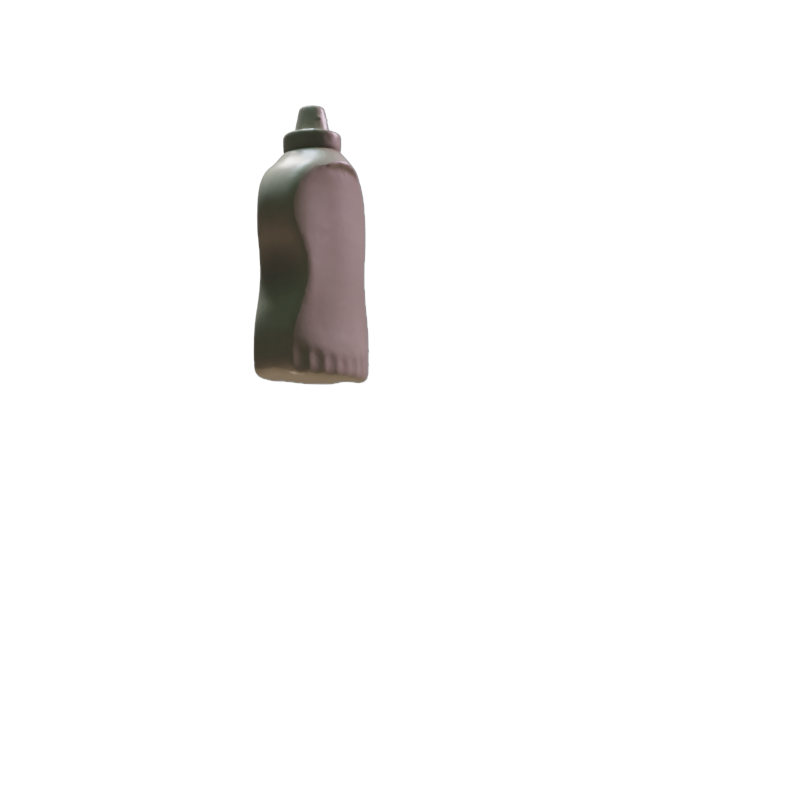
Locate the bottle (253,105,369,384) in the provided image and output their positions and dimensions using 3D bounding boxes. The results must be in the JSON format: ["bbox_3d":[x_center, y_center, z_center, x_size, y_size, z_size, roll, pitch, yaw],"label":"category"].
[{"bbox_3d":[-0.060,-0.109,0.764,0.060,0.197,0.091,-8,-12,34],"label":"bottle"}]
